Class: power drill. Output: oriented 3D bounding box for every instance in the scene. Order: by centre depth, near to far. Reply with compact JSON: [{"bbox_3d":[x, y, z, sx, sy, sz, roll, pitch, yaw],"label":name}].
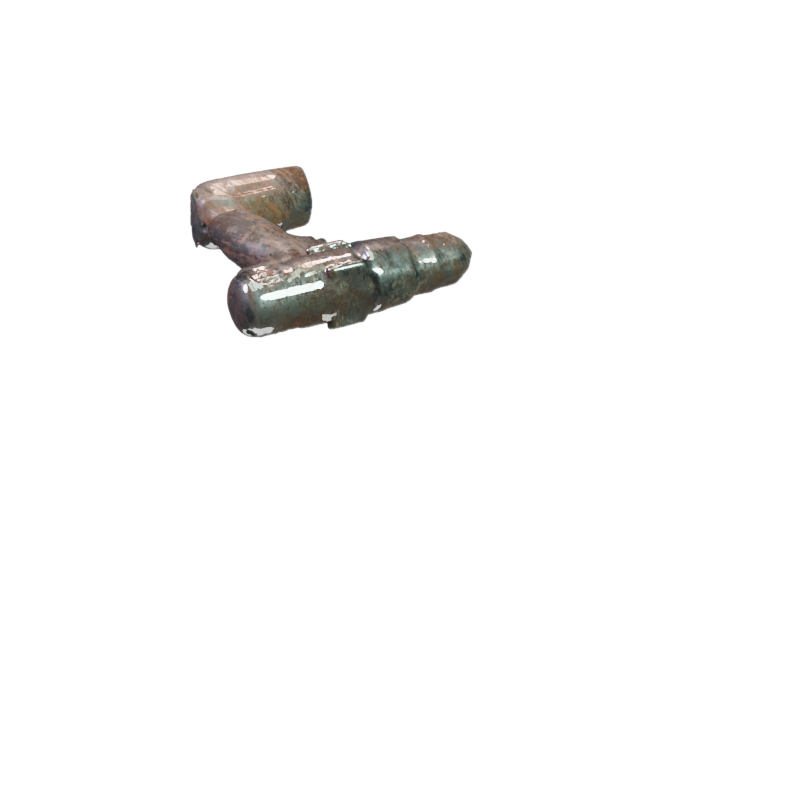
[{"bbox_3d":[-0.065,-0.119,0.833,0.181,0.054,0.202,-14,33,-24],"label":"power drill"}]
